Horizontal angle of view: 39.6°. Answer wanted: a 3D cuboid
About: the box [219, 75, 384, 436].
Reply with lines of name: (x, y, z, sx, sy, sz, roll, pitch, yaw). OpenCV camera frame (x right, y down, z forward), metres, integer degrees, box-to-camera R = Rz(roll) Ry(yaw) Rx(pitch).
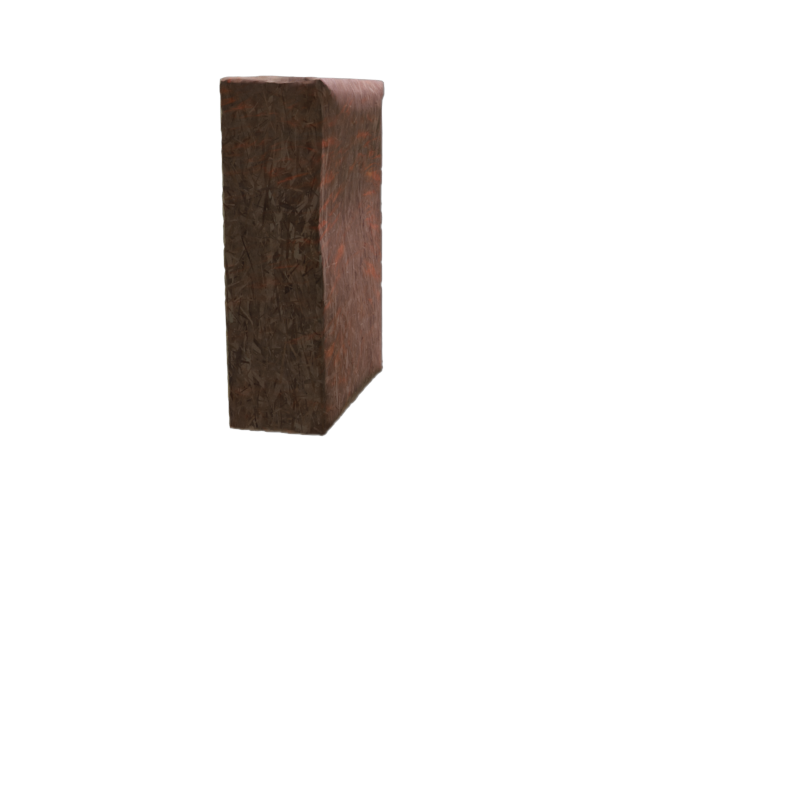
box: (-0.057, -0.104, 0.726, 0.073, 0.209, 0.165, 3, 11, 12)
